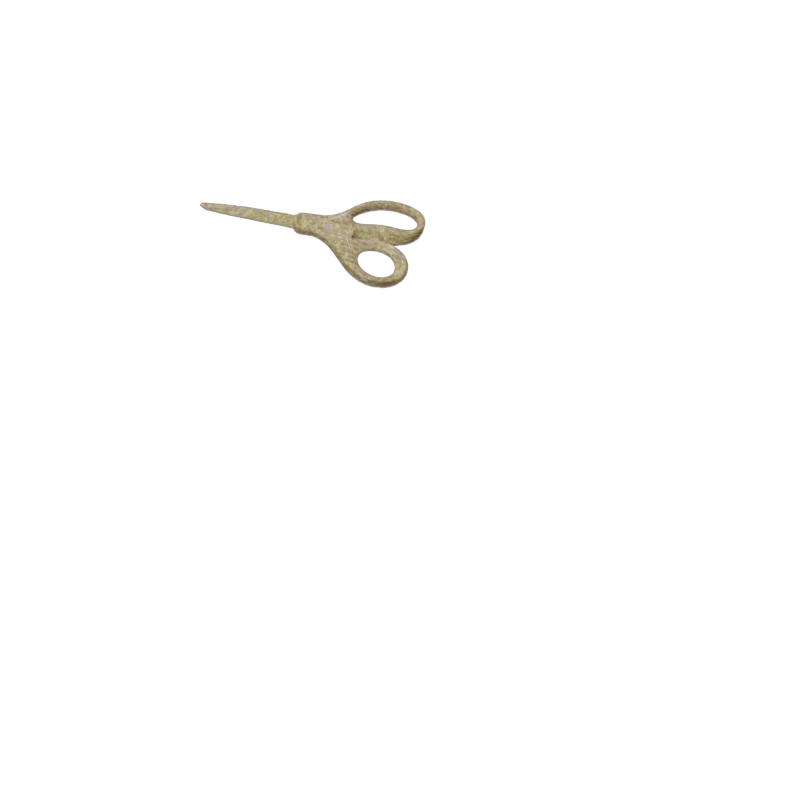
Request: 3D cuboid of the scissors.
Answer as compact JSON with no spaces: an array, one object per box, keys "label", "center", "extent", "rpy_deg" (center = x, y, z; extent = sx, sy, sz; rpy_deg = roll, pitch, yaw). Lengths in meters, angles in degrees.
[{"label":"scissors","center":[-0.077,-0.141,0.985],"extent":[0.201,0.103,0.015],"rpy_deg":[-3,-31,-2]}]
